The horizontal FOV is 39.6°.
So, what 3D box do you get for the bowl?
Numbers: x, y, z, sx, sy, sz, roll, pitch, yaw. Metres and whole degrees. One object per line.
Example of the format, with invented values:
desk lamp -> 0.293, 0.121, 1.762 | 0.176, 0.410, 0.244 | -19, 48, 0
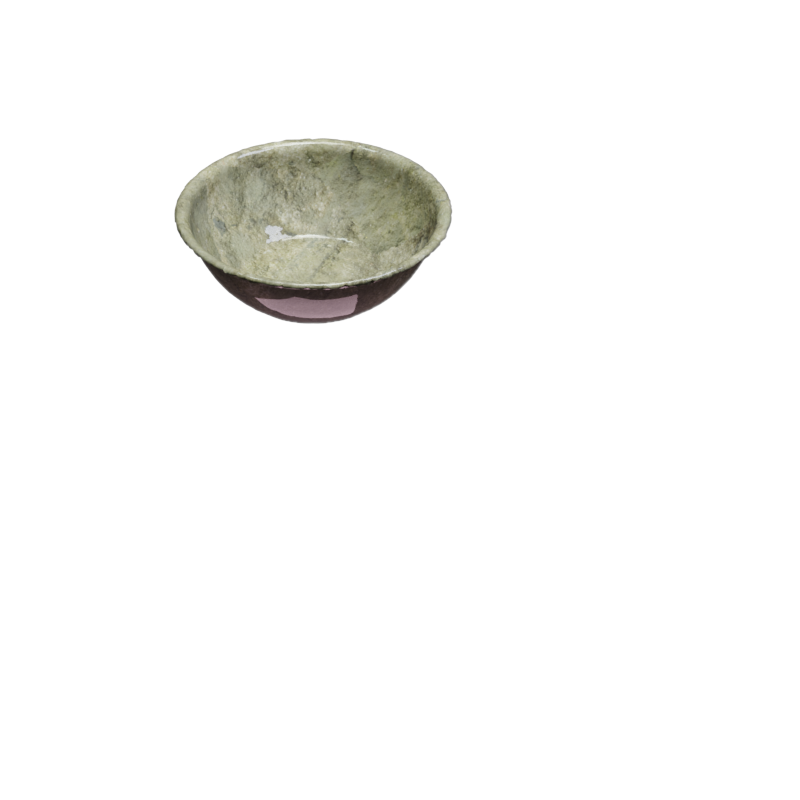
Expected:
bowl -> -0.052, -0.095, 0.662 | 0.162, 0.051, 0.174 | -1, 39, -2
